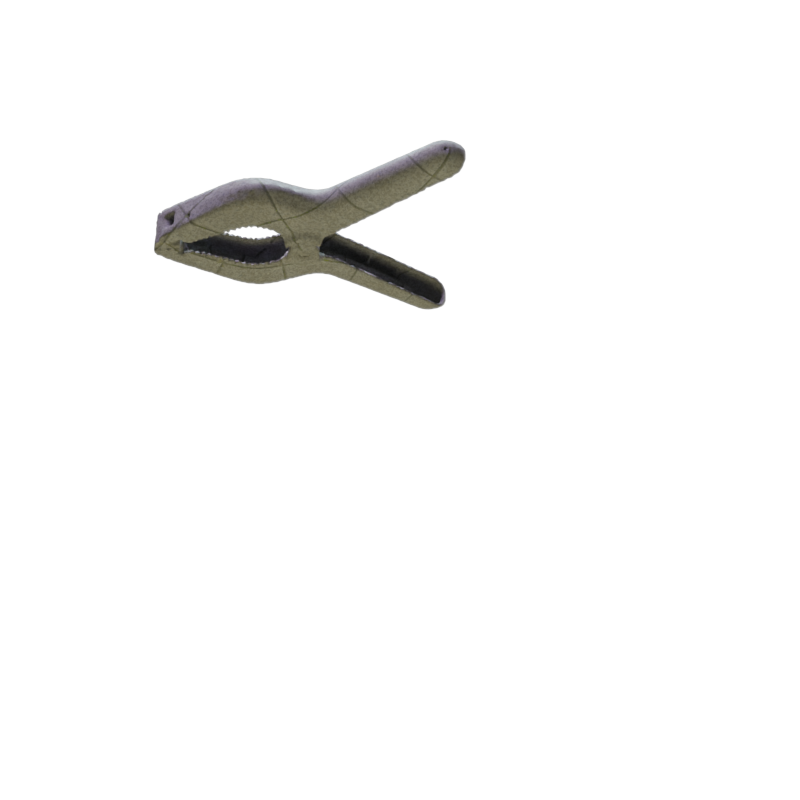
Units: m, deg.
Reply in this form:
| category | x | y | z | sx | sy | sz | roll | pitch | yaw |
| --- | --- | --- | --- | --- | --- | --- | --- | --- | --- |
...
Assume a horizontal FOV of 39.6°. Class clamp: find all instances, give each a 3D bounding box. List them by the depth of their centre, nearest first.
| category | x | y | z | sx | sy | sz | roll | pitch | yaw |
| --- | --- | --- | --- | --- | --- | --- | --- | --- | --- |
| clamp | -0.059 | -0.108 | 0.755 | 0.211 | 0.039 | 0.153 | -4 | -34 | 5 |
